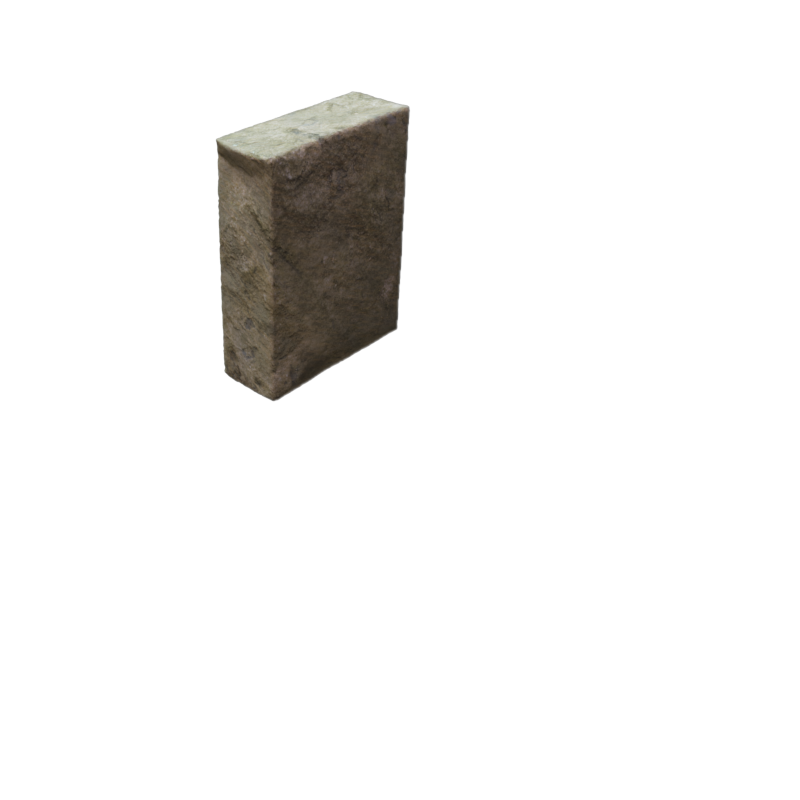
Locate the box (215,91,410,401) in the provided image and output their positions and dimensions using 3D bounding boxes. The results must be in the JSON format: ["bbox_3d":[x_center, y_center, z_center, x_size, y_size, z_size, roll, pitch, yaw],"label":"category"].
[{"bbox_3d":[-0.072,-0.131,0.917,0.076,0.202,0.164,22,35,33],"label":"box"}]
